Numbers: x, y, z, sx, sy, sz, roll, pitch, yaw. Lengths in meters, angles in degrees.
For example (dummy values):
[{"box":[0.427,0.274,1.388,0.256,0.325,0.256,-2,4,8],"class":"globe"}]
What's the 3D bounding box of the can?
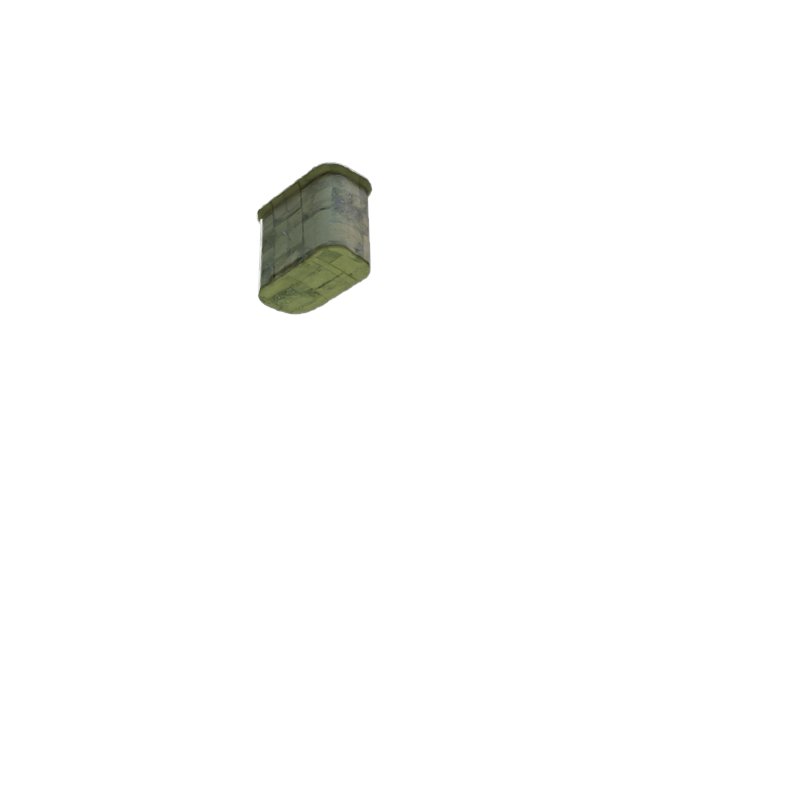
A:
[{"box":[-0.069,-0.126,0.882,0.054,0.090,0.101,28,-43,-36],"class":"can"}]
